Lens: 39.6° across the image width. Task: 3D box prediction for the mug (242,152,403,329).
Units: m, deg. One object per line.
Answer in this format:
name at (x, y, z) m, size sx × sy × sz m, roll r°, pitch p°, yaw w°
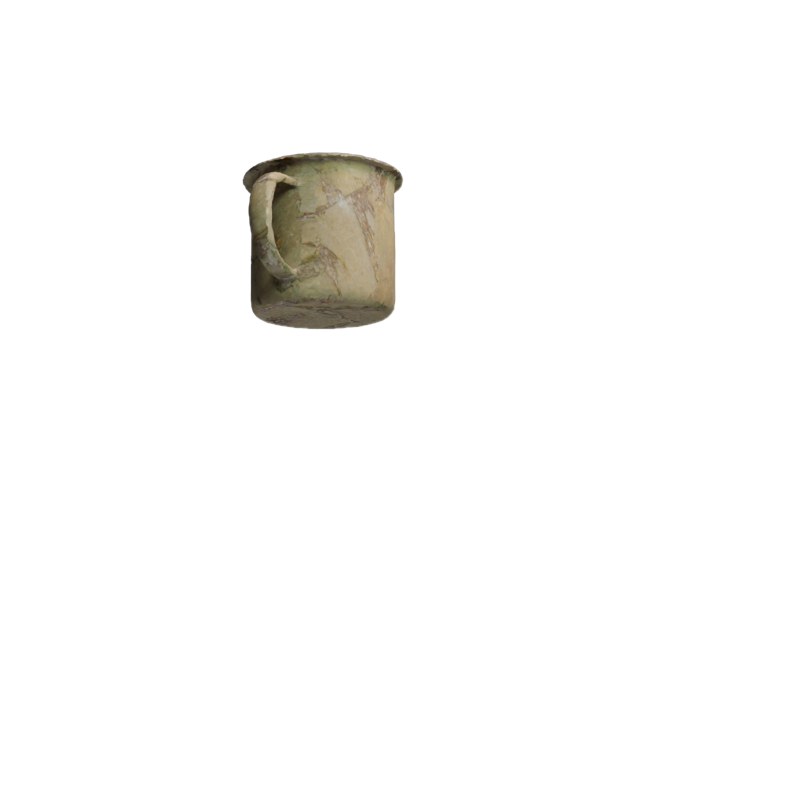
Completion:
mug at (-0.049, -0.089, 0.622) m, size 0.095 × 0.084 × 0.111 m, roll -6°, pitch -12°, yaw 24°
